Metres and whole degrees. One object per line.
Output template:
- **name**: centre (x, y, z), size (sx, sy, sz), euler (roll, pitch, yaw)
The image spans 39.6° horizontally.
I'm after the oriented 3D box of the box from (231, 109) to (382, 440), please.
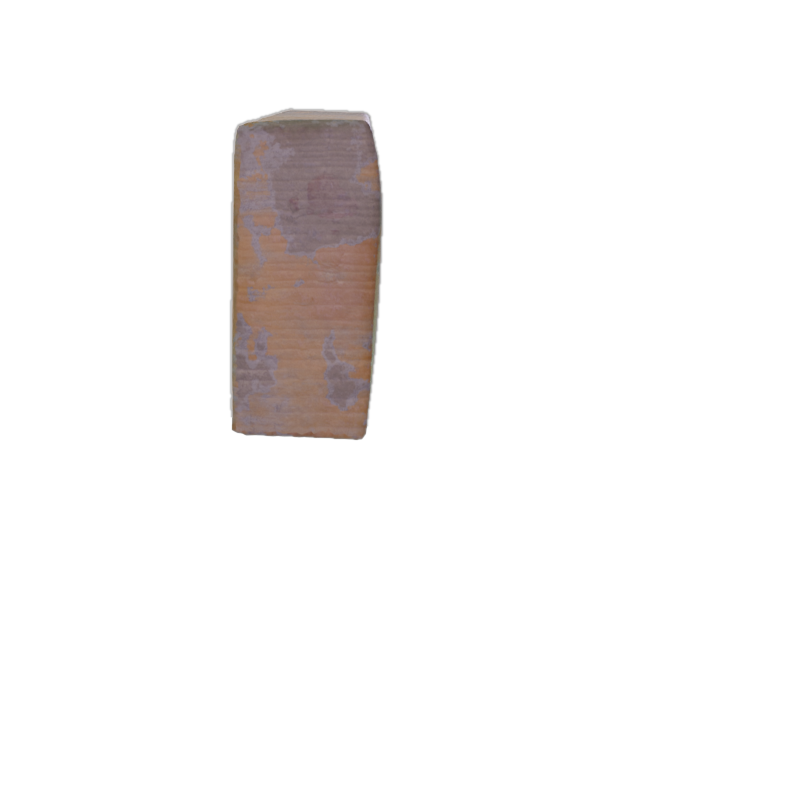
- **box**: centre (-0.032, -0.057, 0.400), size (0.048, 0.091, 0.181), euler (2, 13, -5)
